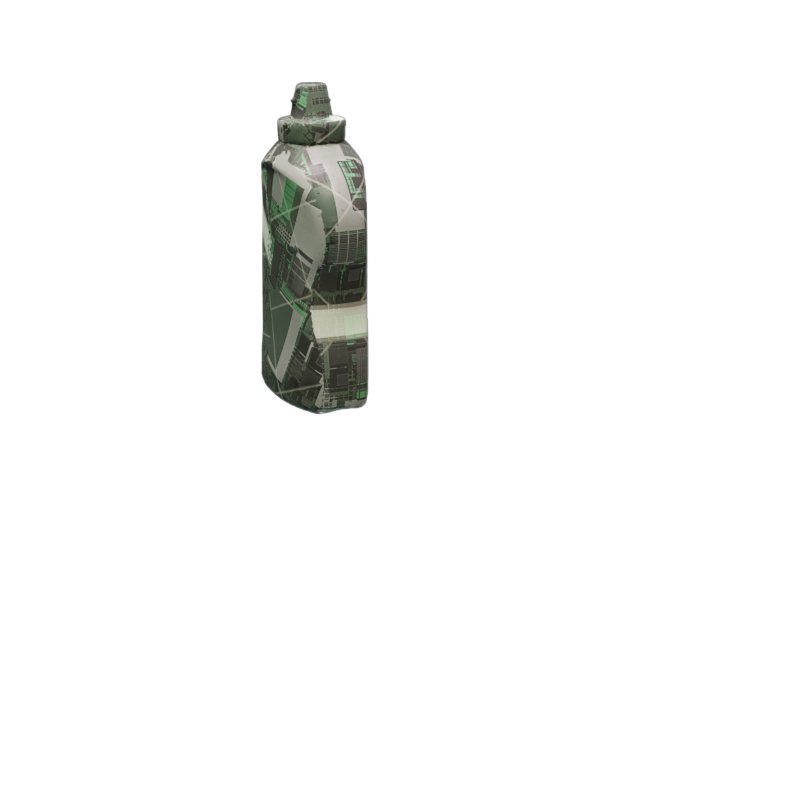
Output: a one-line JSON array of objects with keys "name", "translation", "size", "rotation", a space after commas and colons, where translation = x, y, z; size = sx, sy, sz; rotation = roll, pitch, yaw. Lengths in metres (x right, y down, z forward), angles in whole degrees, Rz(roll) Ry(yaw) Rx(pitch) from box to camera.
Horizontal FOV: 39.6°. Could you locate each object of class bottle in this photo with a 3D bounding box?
[{"name": "bottle", "translation": [-0.053, -0.096, 0.672], "size": [0.057, 0.185, 0.102], "rotation": [-6, 17, -23]}]
